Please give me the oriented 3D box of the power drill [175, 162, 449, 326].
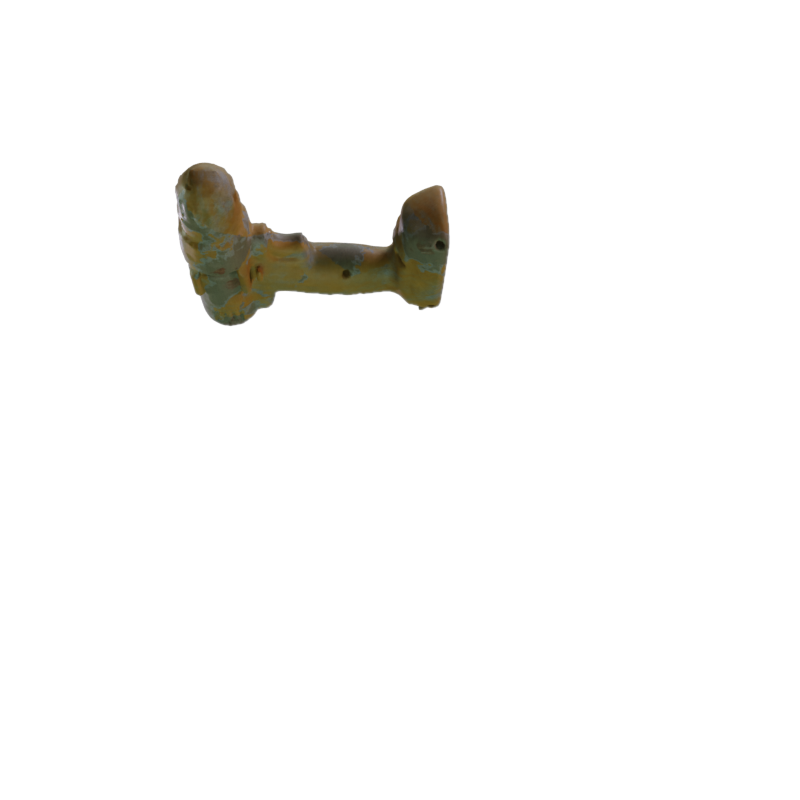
[{"bbox_3d":[-0.062,-0.112,0.788,0.188,0.061,0.174,0,-23,0],"label":"power drill"}]
